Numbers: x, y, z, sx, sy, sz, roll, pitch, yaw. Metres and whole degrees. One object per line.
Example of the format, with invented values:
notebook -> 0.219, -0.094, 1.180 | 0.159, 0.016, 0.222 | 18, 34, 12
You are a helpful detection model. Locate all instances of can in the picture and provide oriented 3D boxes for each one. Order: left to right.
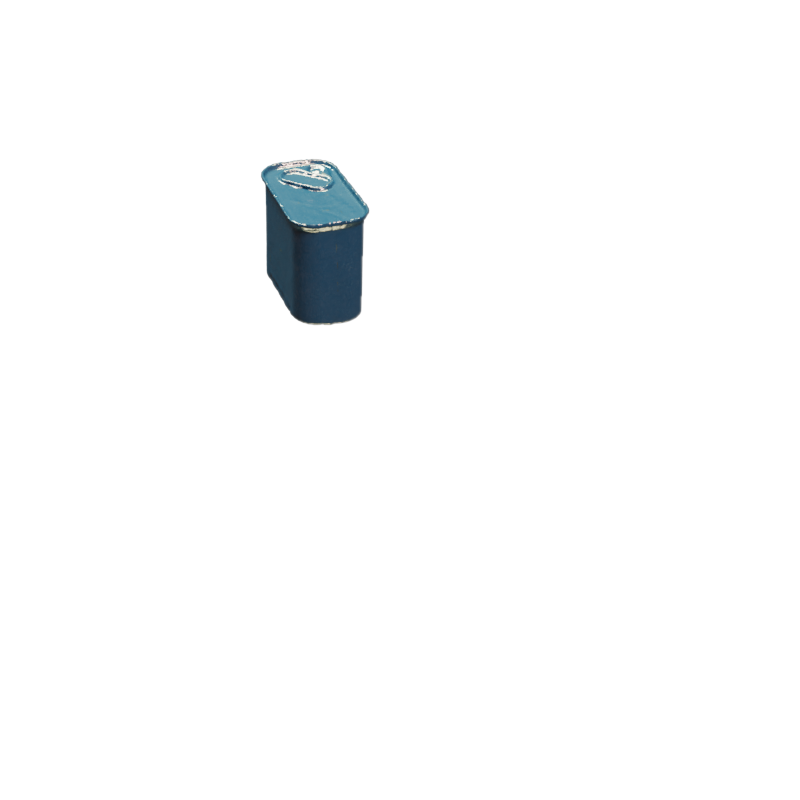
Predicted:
can -> -0.062, -0.114, 0.795 | 0.057, 0.079, 0.110 | -10, 35, -18
